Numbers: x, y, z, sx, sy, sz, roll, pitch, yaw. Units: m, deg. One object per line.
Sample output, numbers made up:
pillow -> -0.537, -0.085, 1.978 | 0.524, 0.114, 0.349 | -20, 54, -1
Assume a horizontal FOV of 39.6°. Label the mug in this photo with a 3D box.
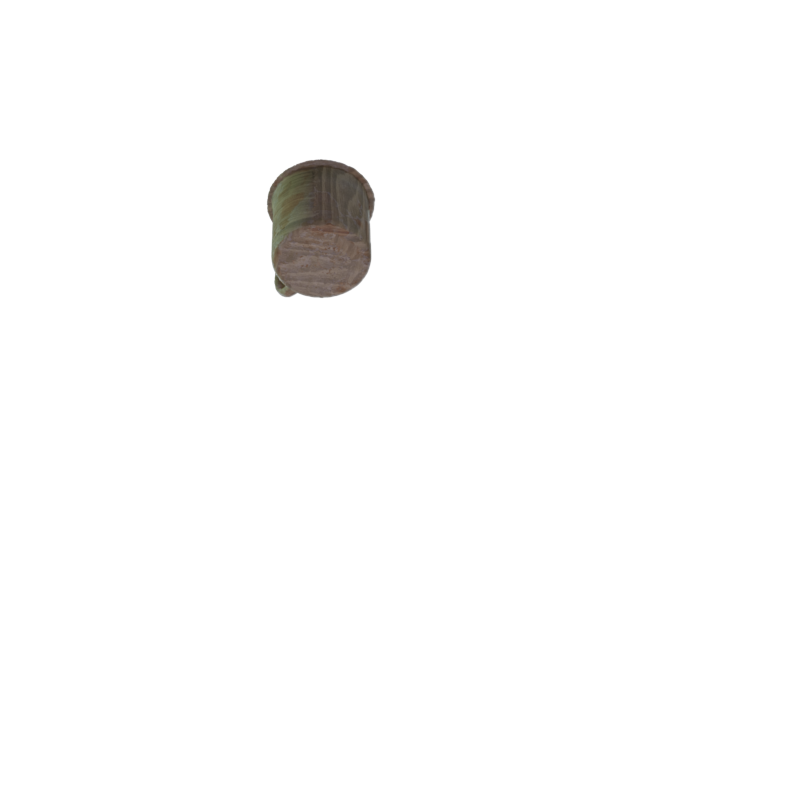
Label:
mug -> -0.073, -0.133, 0.930 | 0.089, 0.087, 0.114 | 27, -53, -24
